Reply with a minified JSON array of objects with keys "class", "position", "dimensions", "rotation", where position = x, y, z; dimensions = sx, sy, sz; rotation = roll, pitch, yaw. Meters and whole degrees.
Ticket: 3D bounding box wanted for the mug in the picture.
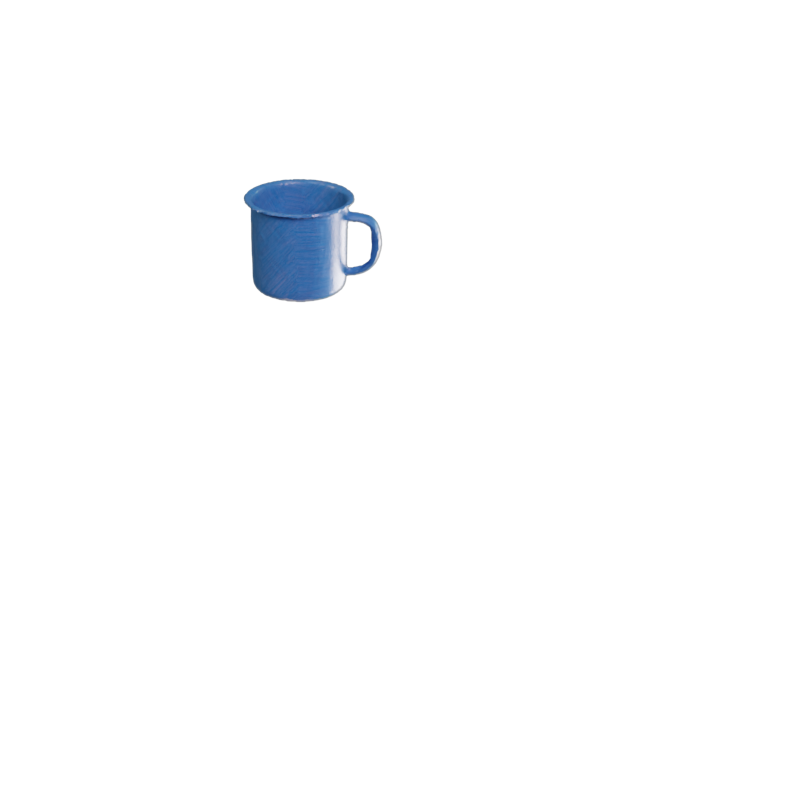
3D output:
[{"class":"mug","position":[-0.074,-0.135,0.943],"dimensions":[0.118,0.077,0.097],"rotation":[3,26,5]}]
